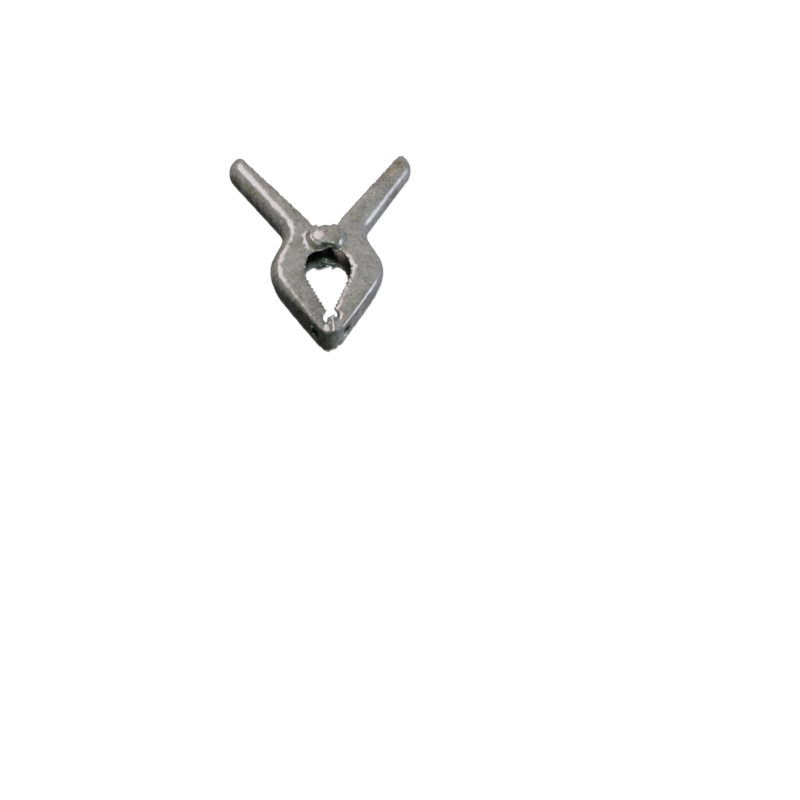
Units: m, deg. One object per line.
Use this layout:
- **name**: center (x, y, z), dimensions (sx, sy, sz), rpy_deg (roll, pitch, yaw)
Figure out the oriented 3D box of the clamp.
- **clamp**: center (-0.075, -0.137, 0.959), dimensions (0.165, 0.224, 0.034), rpy_deg (2, -37, 1)
